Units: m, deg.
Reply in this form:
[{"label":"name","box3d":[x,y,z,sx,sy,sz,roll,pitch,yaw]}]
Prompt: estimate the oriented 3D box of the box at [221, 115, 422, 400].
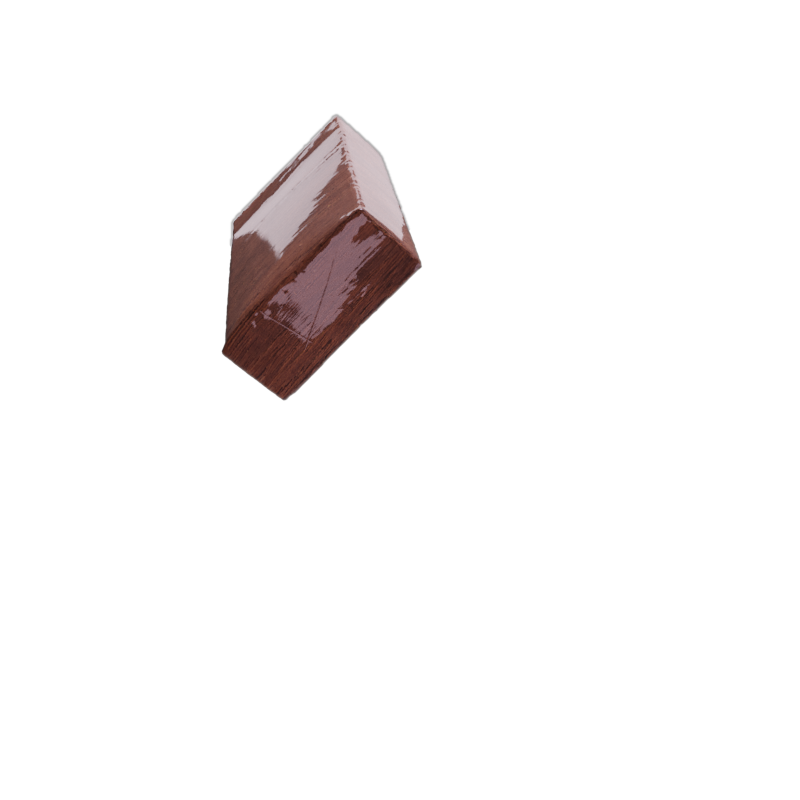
[{"label":"box","box3d":[-0.044,-0.081,0.566,0.046,0.092,0.185,41,16,-20]}]
